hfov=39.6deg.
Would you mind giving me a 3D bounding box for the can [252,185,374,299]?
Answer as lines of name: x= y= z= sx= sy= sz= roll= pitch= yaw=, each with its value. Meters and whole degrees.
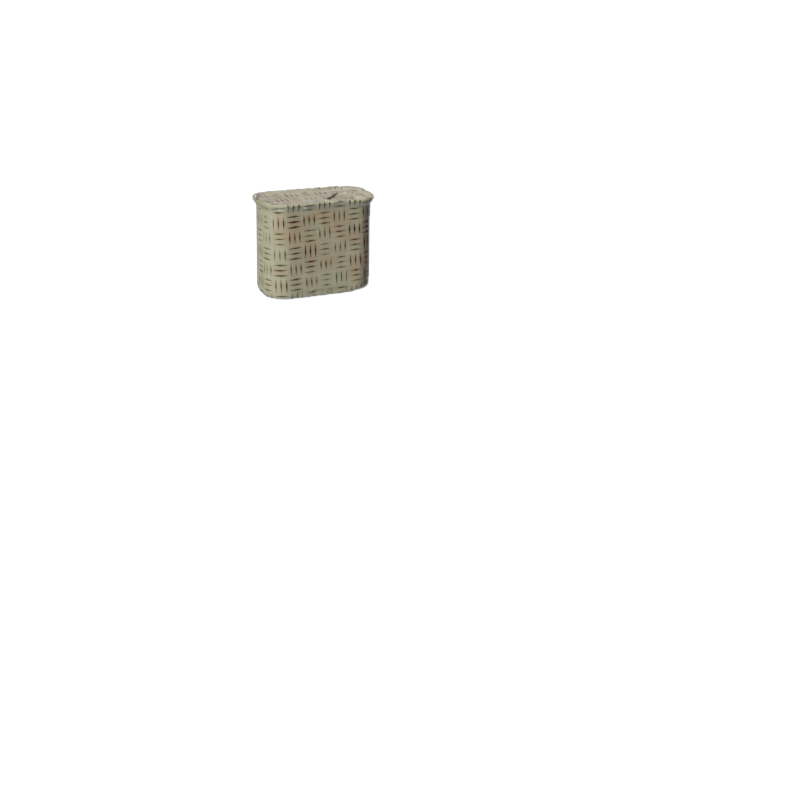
can: x=-0.075 y=-0.137 z=0.961 sx=0.100 sy=0.081 sz=0.061 roll=-7 pitch=20 yaw=-21
